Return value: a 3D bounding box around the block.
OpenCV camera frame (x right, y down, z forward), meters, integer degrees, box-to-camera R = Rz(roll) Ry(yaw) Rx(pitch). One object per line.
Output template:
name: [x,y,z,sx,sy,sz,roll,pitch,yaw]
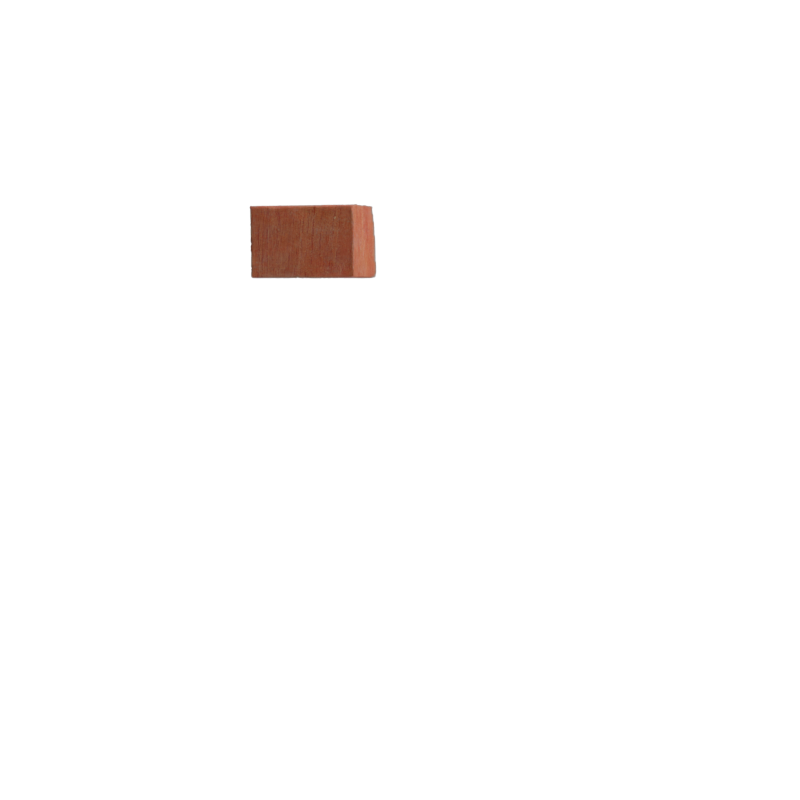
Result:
block: [-0.061,-0.111,0.777,0.080,0.051,0.052,1,3,16]
